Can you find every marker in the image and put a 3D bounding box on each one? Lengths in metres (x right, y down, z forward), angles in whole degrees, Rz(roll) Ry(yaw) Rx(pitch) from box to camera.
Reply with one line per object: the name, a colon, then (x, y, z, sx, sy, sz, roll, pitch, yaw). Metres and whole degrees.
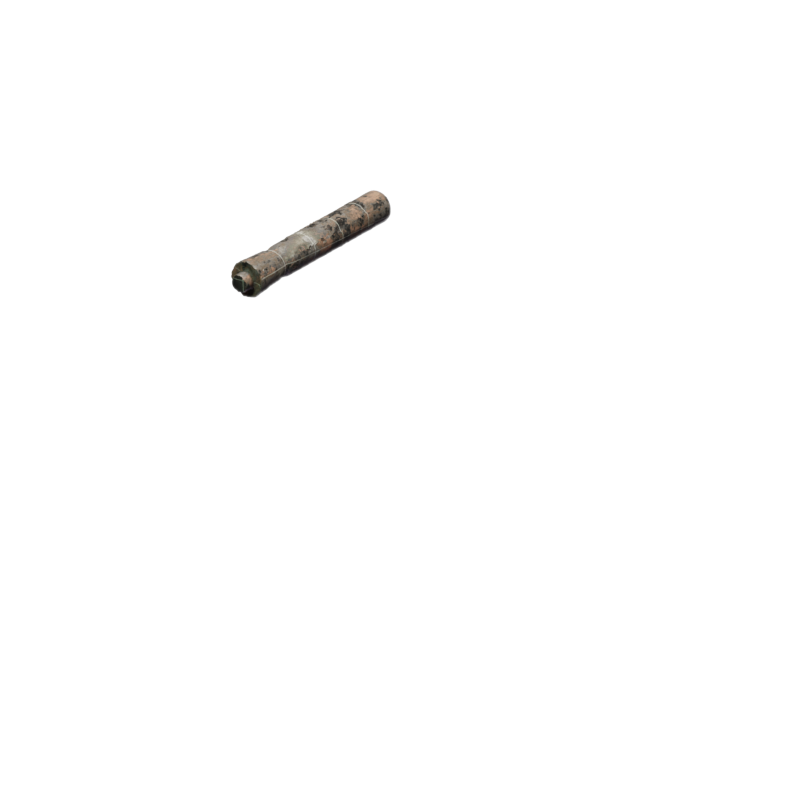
marker: (-0.044, -0.081, 0.568, 0.020, 0.019, 0.122, 2, 27, 35)
